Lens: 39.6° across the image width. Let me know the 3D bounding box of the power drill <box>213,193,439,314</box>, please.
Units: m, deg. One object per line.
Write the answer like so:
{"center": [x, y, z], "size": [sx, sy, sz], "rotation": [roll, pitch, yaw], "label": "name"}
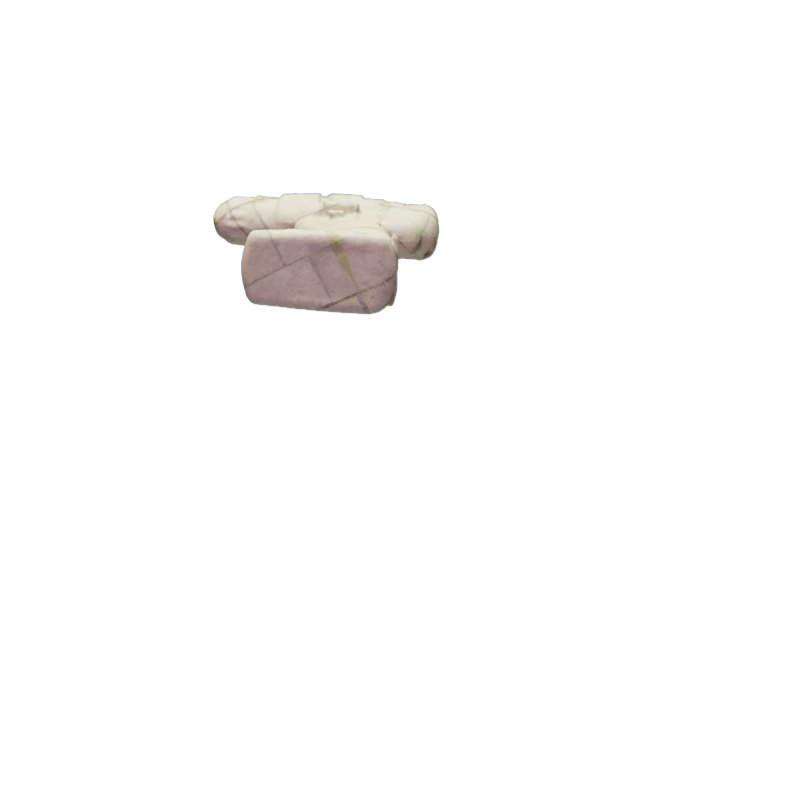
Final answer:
{"center": [-0.065, -0.119, 0.835], "size": [0.186, 0.055, 0.193], "rotation": [2, 20, 5], "label": "power drill"}
